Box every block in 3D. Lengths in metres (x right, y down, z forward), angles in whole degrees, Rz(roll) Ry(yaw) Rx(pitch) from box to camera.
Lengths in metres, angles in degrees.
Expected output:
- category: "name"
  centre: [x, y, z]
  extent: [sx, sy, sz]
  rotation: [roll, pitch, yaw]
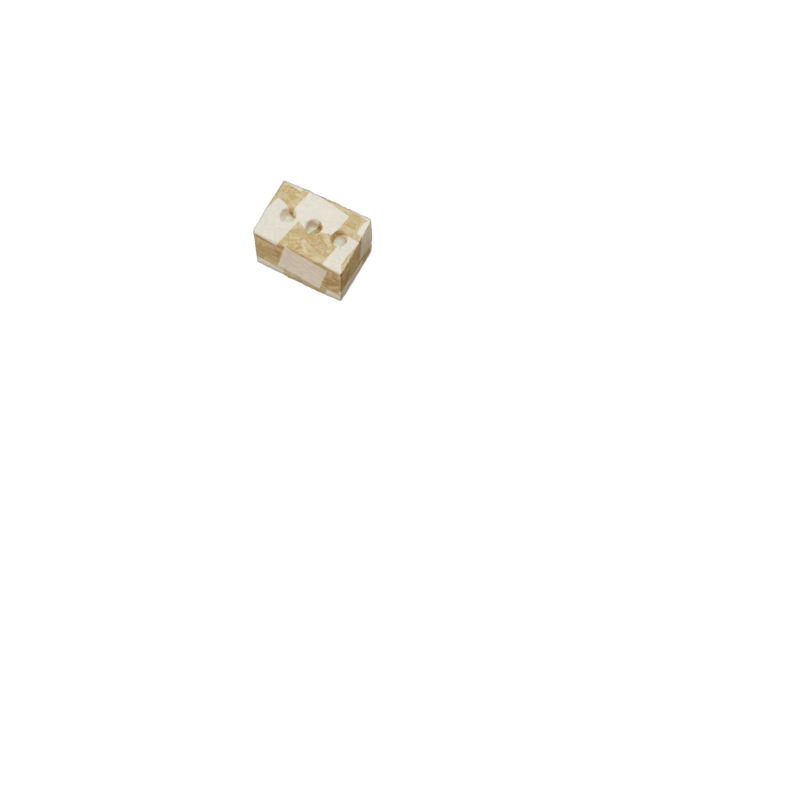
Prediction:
- category: "block"
  centre: [-0.067, -0.122, 0.854]
  extent: [0.080, 0.054, 0.048]
  rotation: [25, -23, 10]
